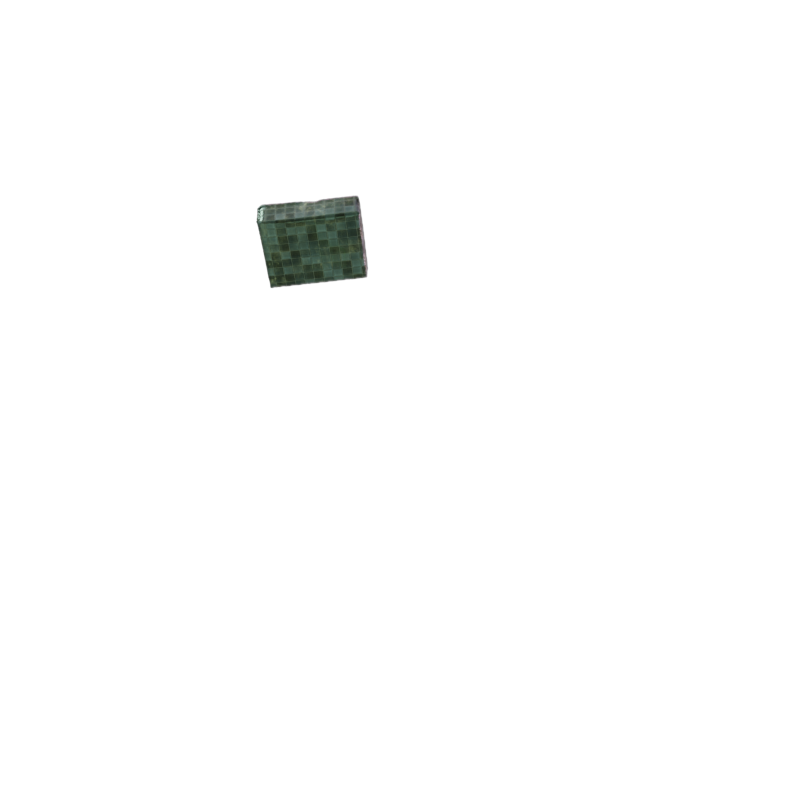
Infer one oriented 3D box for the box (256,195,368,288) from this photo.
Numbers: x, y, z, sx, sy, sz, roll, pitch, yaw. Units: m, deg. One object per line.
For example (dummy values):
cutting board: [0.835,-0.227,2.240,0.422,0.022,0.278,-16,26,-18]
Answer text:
box: [-0.076,-0.138,0.965,0.090,0.068,0.032,-5,42,4]
